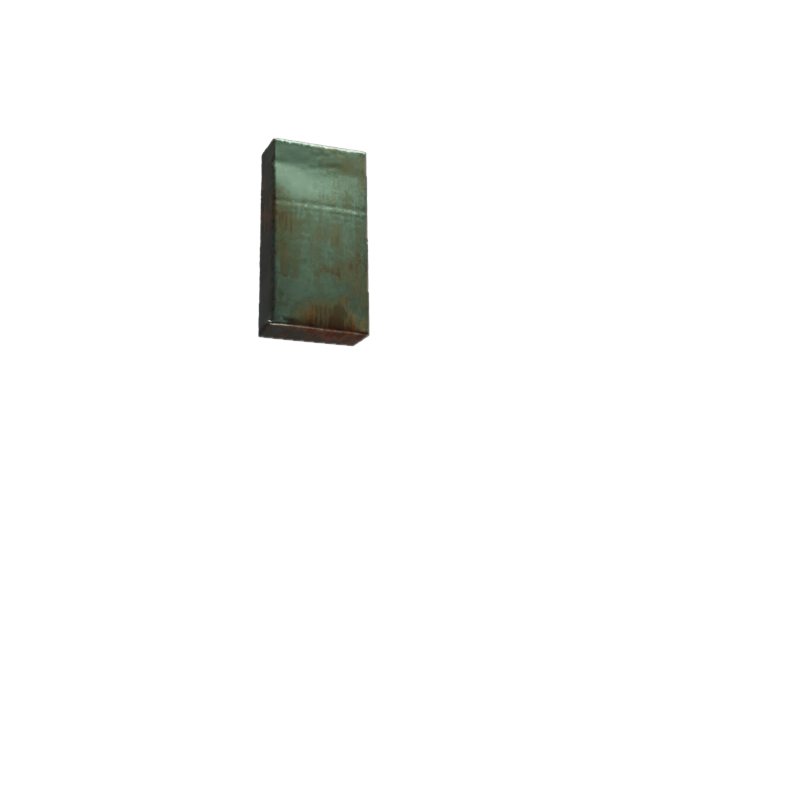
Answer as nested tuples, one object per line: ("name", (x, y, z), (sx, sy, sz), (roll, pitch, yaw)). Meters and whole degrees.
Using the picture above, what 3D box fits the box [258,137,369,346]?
("box", (-0.077, -0.141, 0.989), (0.091, 0.185, 0.047), (6, -23, -19))
